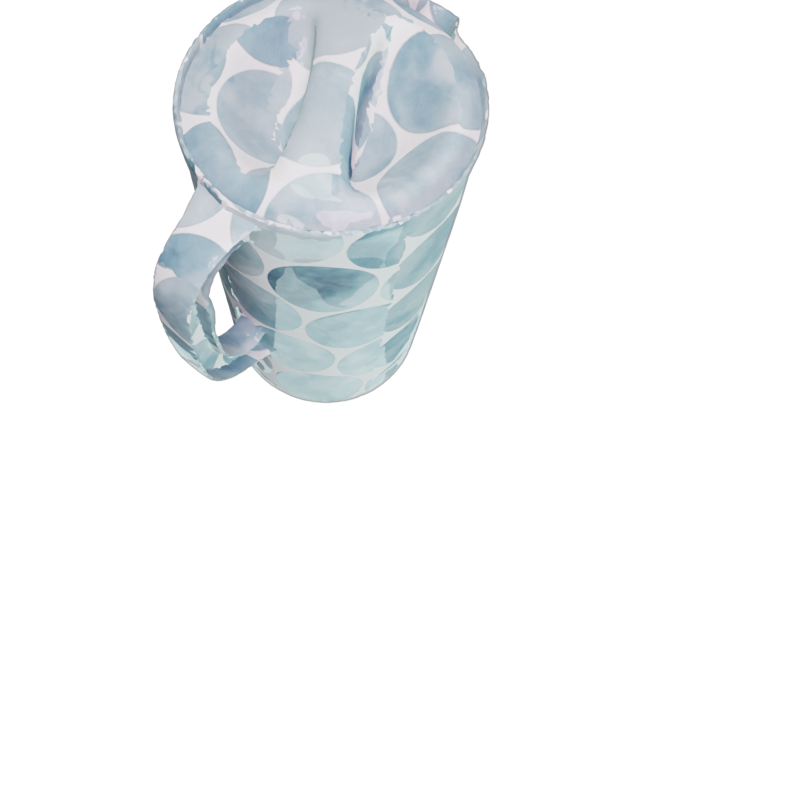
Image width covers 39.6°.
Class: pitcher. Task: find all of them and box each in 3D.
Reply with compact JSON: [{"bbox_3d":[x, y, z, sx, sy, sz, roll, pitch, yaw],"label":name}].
[{"bbox_3d":[-0.044,-0.080,0.562,0.148,0.154,0.230,-6,-23,-6],"label":"pitcher"}]
